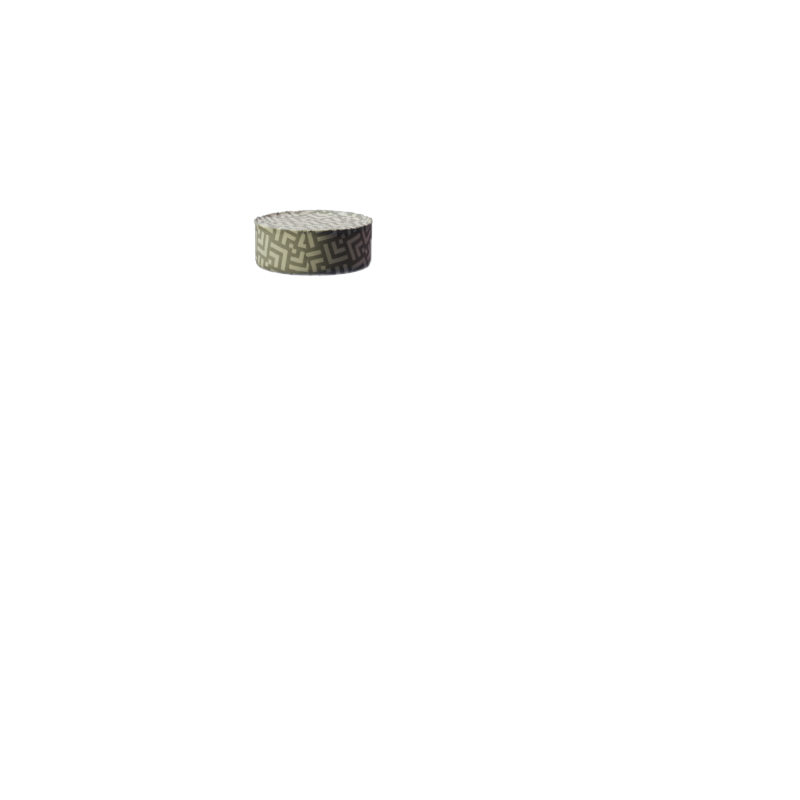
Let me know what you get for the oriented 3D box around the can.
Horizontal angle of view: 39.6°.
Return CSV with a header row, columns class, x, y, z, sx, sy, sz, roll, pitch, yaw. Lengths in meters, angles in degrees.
class,x,y,z,sx,sy,sz,roll,pitch,yaw
can,-0.063,-0.115,0.802,0.086,0.032,0.089,-1,17,-2
